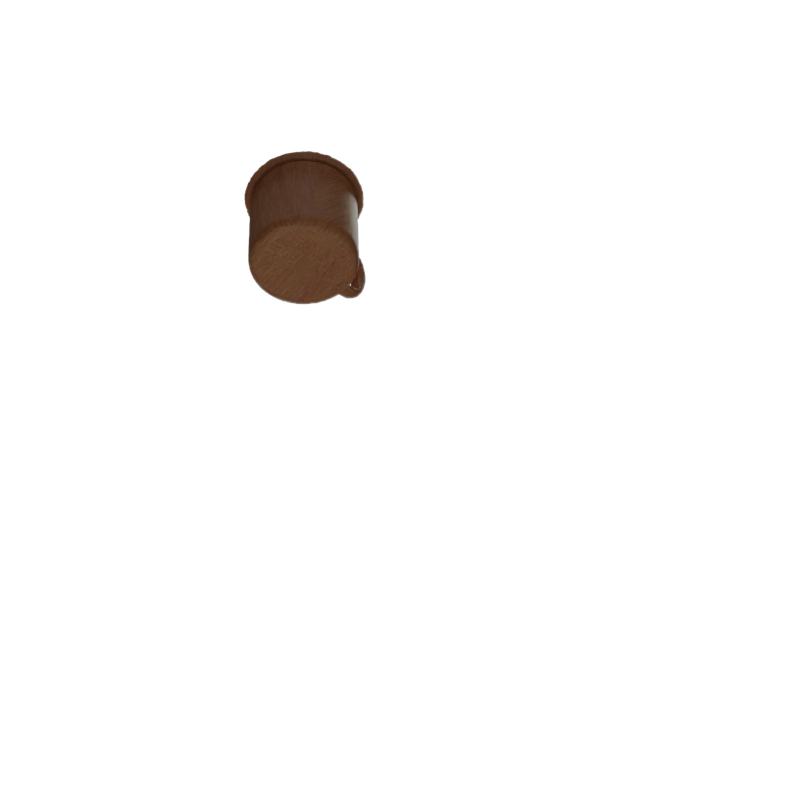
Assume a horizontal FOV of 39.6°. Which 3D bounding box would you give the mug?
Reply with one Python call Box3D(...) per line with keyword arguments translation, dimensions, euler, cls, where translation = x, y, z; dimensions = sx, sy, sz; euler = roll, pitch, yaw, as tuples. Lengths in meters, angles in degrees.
Box3D(translation=(-0.066, -0.120, 0.841), dimensions=(0.093, 0.087, 0.109), euler=(-28, -52, 22), cls="mug")
